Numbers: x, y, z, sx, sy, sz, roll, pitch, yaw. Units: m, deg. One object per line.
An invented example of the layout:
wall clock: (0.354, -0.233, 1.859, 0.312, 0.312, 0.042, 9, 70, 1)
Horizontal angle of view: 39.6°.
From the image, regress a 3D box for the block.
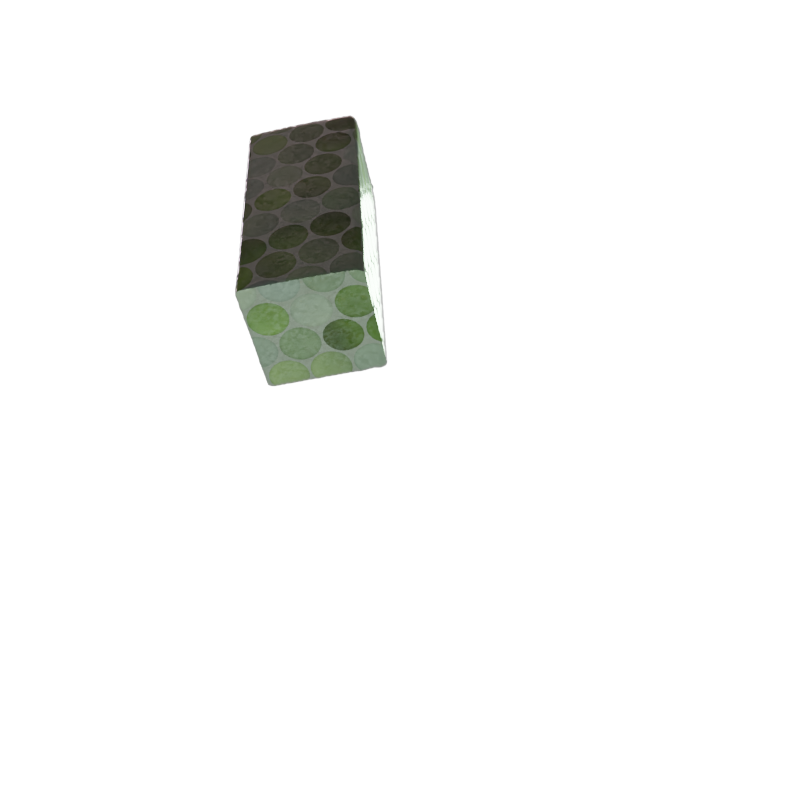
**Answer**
block: (-0.065, -0.120, 0.840, 0.091, 0.084, 0.221, -11, 40, 5)
